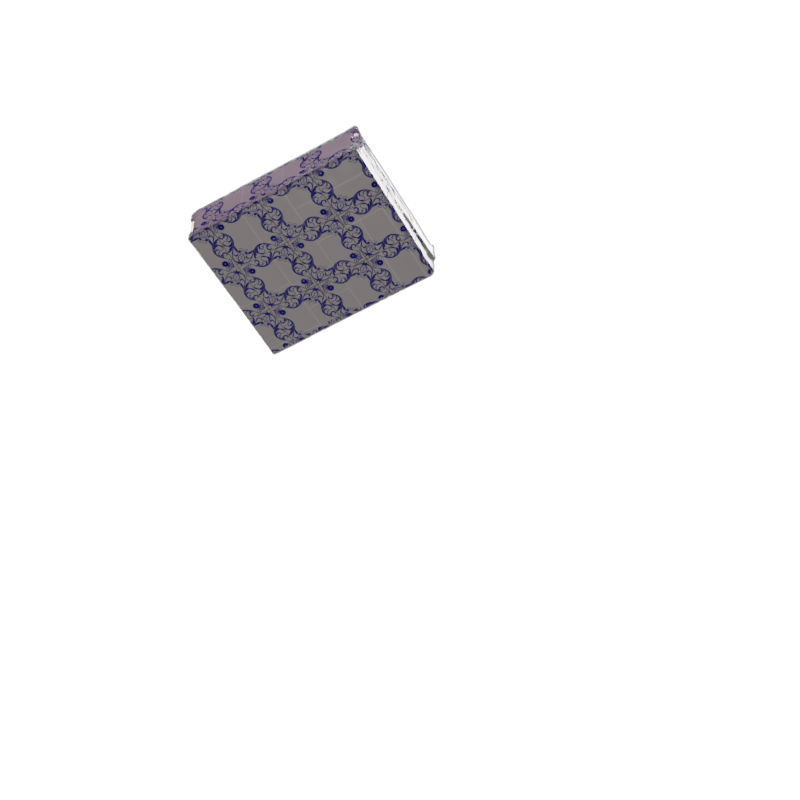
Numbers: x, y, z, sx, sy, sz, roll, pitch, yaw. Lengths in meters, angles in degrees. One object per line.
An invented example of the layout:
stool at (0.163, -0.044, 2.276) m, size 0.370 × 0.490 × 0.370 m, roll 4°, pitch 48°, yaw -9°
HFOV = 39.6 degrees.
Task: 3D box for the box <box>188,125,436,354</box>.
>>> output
box at (-0.039, -0.072, 0.503) m, size 0.089 × 0.069 × 0.032 m, roll -26°, pitch 29°, yaw 15°
